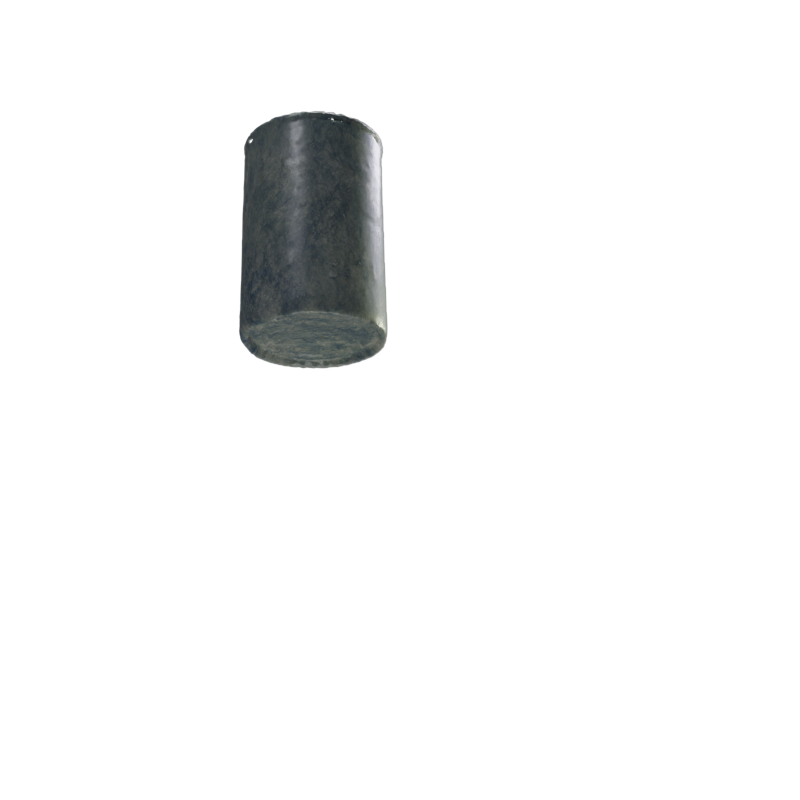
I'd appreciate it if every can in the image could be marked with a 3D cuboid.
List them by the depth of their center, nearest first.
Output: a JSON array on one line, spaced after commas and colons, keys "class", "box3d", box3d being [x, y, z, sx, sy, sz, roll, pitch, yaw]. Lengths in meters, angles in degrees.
[{"class": "can", "box3d": [-0.041, -0.074, 0.518, 0.068, 0.108, 0.065, 0, -25, -2]}]
